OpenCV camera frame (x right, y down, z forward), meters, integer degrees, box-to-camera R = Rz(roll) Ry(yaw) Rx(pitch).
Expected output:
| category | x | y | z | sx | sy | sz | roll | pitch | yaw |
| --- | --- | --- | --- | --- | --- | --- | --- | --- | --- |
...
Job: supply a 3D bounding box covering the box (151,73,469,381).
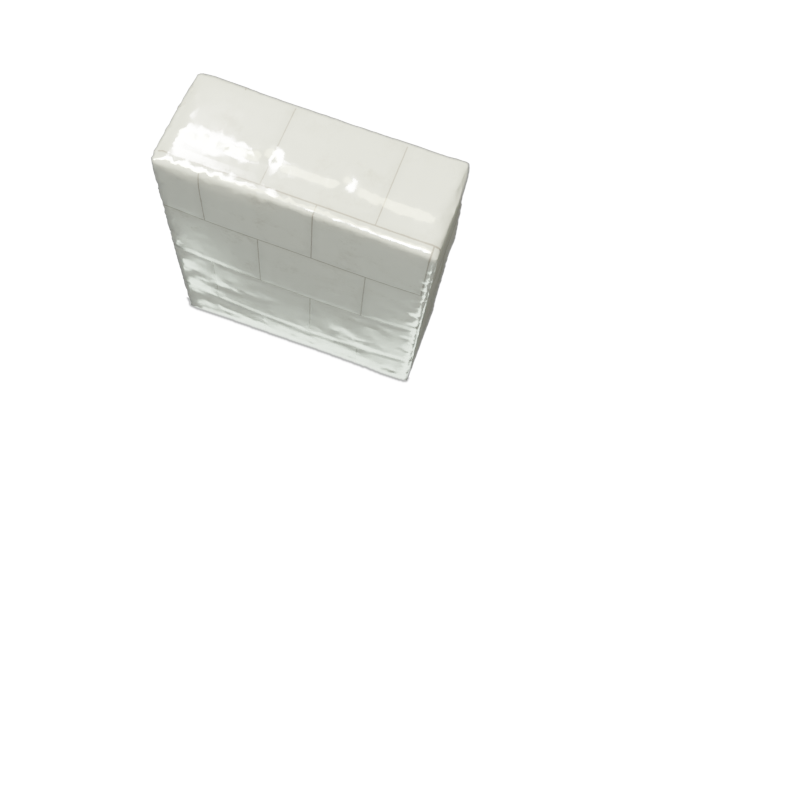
| category | x | y | z | sx | sy | sz | roll | pitch | yaw |
| --- | --- | --- | --- | --- | --- | --- | --- | --- | --- |
| box | -0.054 | -0.098 | 0.686 | 0.167 | 0.074 | 0.204 | 21 | -19 | 5 |
